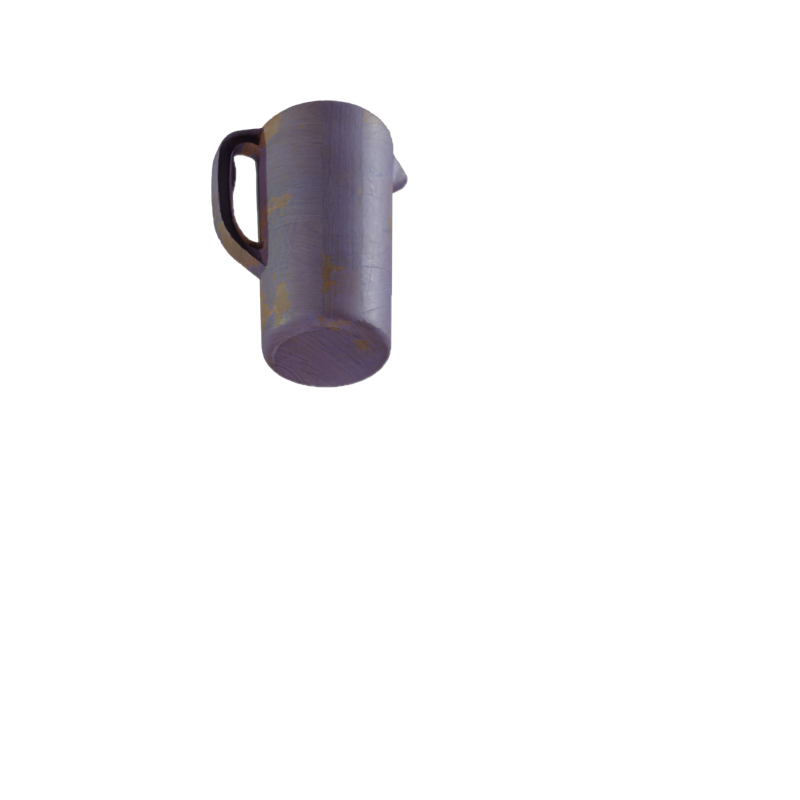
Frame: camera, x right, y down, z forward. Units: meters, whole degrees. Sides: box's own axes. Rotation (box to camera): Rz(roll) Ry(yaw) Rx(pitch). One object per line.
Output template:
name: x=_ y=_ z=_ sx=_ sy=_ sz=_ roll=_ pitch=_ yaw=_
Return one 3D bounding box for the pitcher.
pitcher: x=-0.077 y=-0.140 z=0.983 sx=0.151 sy=0.260 sz=0.134 roll=-15 pitch=-37 yaw=17
